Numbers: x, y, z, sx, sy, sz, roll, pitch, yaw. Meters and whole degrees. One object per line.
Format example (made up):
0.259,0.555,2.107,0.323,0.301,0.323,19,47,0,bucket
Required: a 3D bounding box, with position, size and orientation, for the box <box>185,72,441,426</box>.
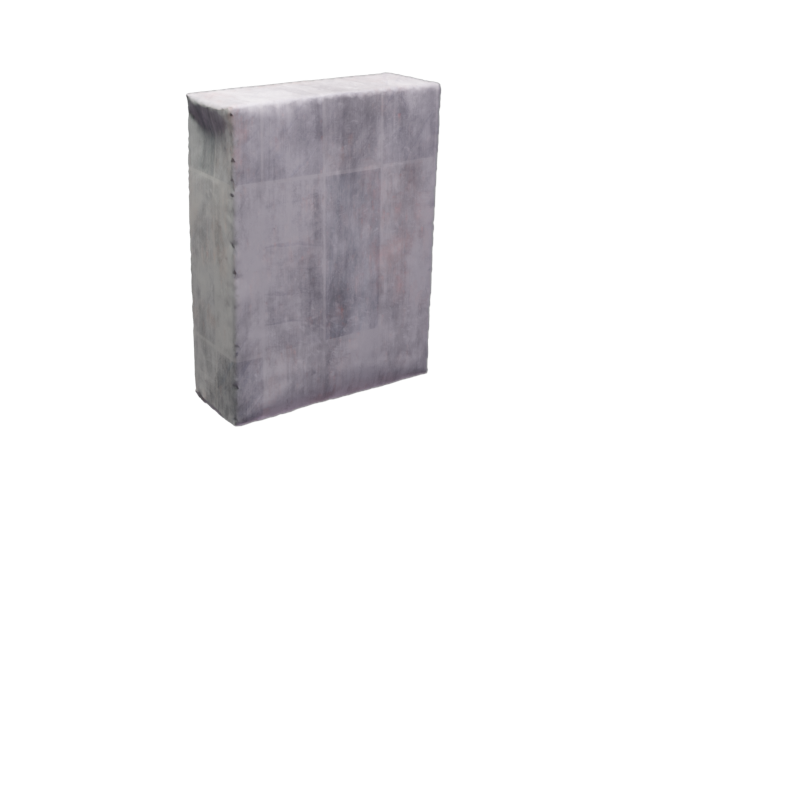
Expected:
-0.059,-0.108,0.755,0.161,0.205,0.076,-13,23,-33,box
